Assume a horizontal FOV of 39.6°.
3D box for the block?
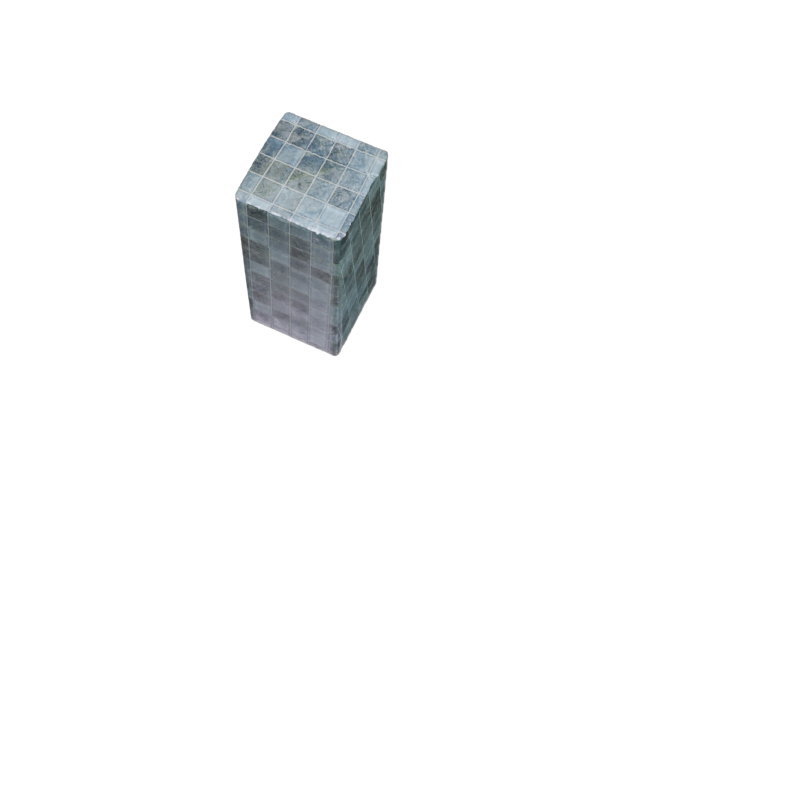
[{"bbox_3d":[-0.072,-0.130,0.914,0.093,0.093,0.195,24,-23,7],"label":"block"}]
